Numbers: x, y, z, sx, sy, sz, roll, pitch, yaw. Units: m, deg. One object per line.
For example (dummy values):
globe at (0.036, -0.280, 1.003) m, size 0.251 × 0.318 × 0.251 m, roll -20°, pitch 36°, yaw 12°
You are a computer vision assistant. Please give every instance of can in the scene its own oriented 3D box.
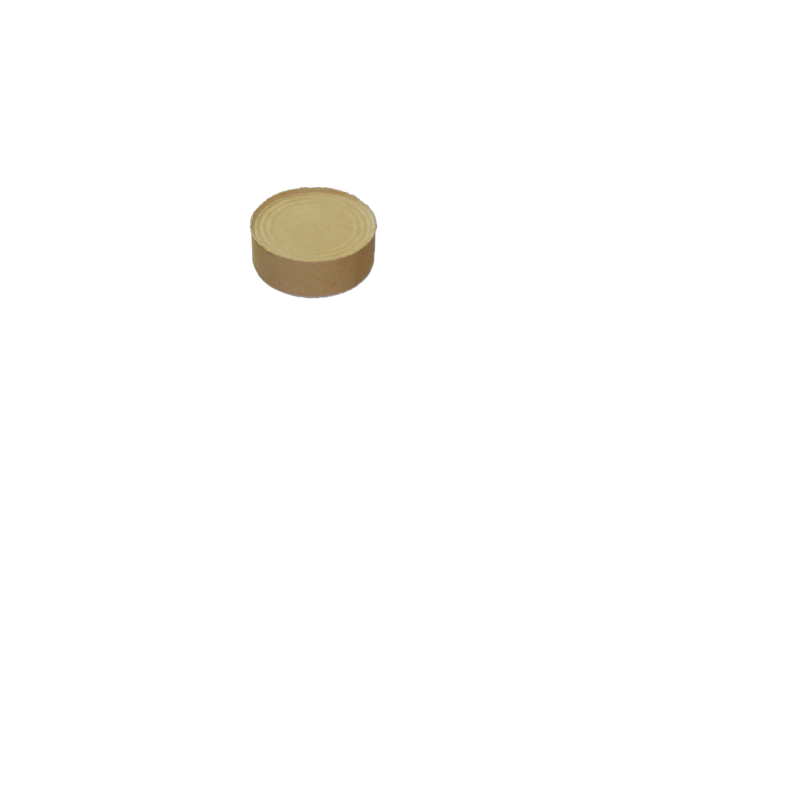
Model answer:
can at (-0.059, -0.108, 0.757) m, size 0.086 × 0.031 × 0.092 m, roll -1°, pitch 42°, yaw -2°
